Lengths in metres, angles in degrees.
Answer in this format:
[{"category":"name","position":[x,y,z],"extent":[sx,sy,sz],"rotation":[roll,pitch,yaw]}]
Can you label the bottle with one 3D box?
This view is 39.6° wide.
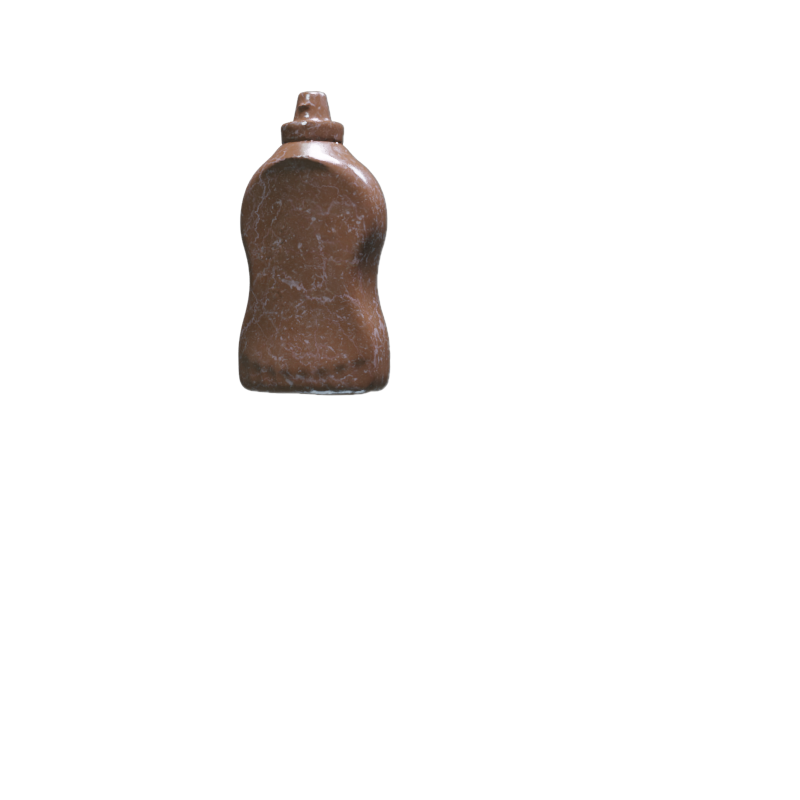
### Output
[{"category":"bottle","position":[-0.056,-0.101,0.710],"extent":[0.099,0.193,0.056],"rotation":[-1,-3,25]}]
